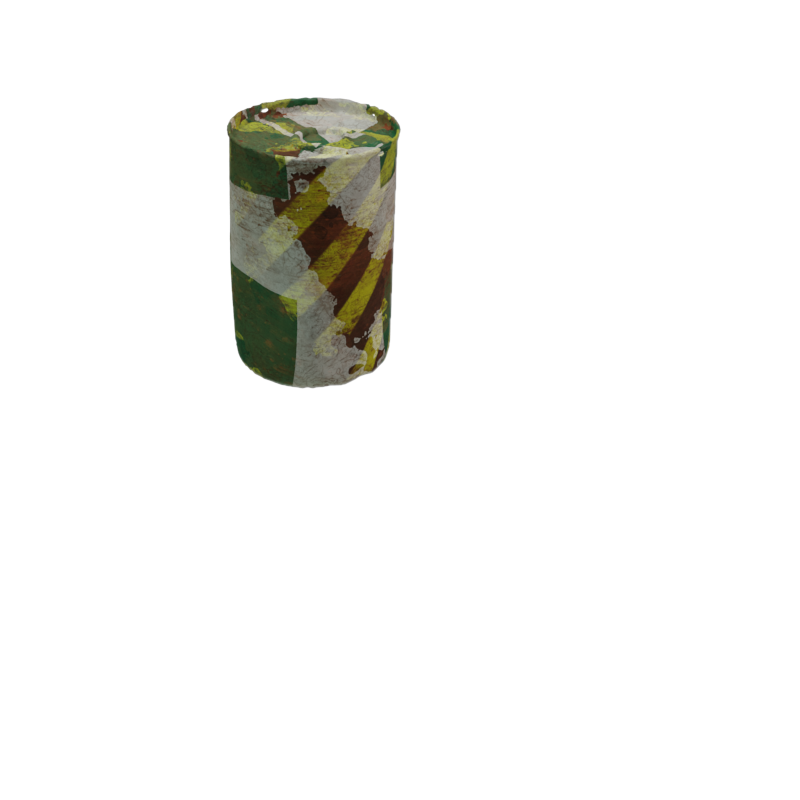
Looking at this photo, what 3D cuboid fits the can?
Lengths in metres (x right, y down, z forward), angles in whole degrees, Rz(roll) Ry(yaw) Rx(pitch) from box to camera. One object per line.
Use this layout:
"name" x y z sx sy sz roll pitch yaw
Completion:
"can" -0.036 -0.065 0.455 0.068 0.096 0.073 0 29 -2
